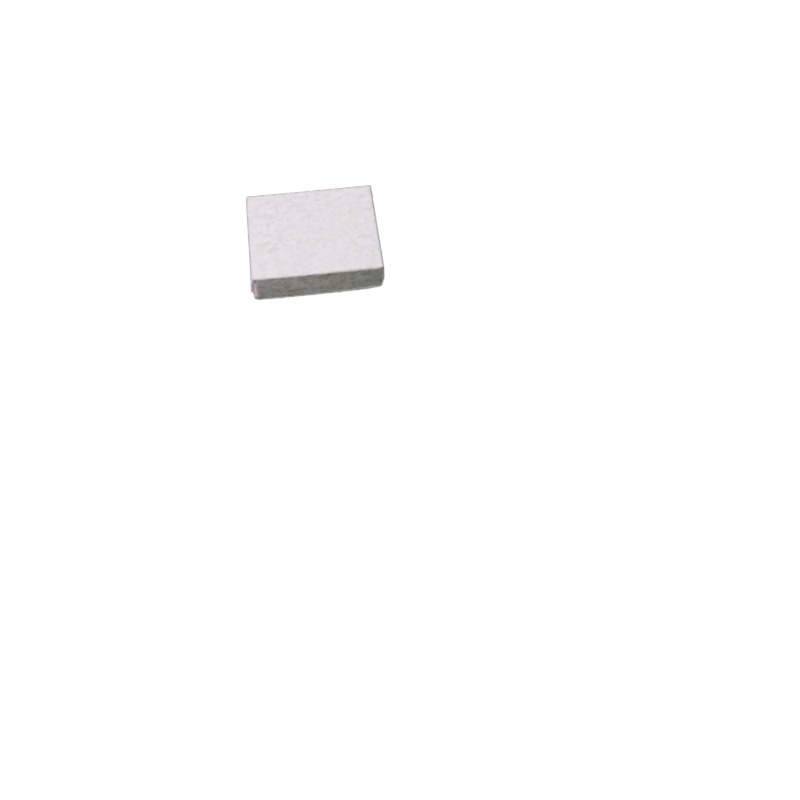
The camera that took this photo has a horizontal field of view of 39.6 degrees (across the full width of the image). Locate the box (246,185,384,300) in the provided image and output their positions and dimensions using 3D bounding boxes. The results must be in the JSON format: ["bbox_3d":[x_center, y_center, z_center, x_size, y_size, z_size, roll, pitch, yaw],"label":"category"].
[{"bbox_3d":[-0.075,-0.136,0.953,0.113,0.096,0.036,-5,-33,-4],"label":"box"}]
